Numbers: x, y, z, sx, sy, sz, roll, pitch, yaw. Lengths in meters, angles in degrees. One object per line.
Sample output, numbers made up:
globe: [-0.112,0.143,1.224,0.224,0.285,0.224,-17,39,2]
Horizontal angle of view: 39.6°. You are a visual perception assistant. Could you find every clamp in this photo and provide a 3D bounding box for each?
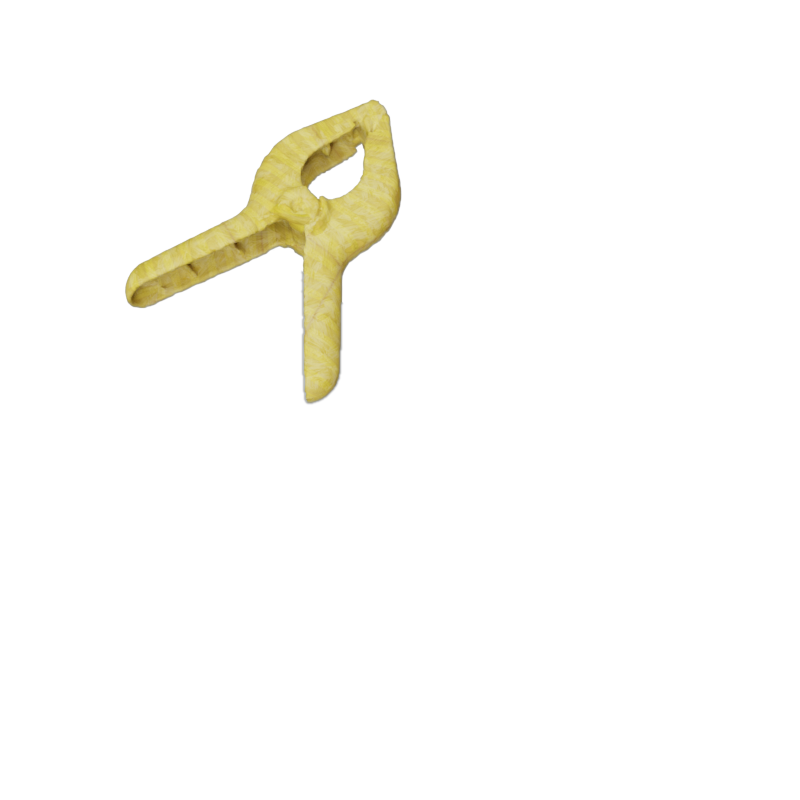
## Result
clamp: [-0.045,-0.082,0.574,0.125,0.174,0.037,36,-19,14]
